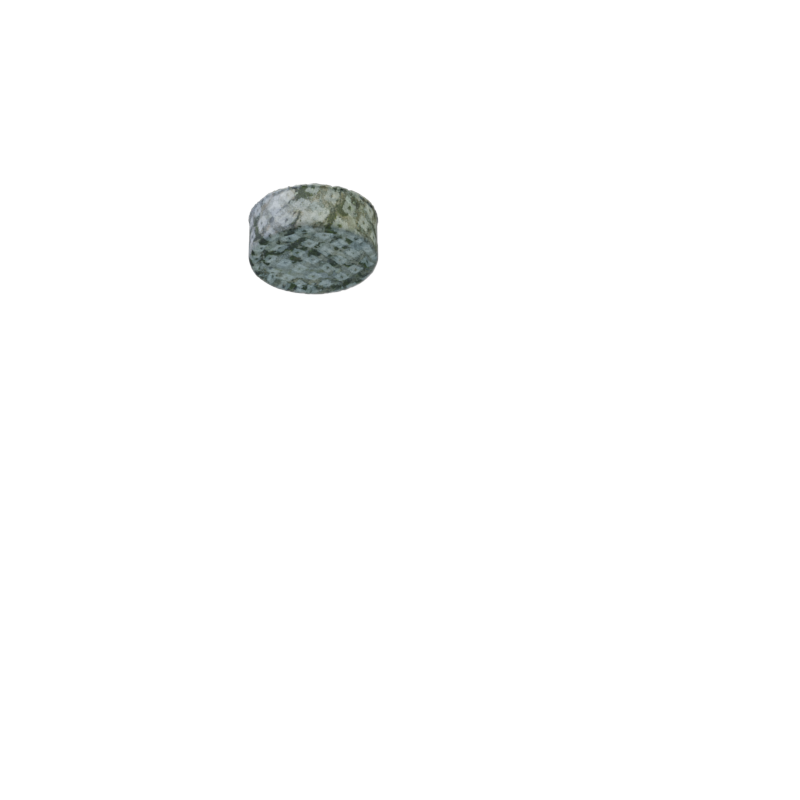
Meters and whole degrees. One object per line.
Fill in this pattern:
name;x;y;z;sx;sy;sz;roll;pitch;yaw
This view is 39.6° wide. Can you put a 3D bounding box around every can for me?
can;-0.057;-0.104;0.725;0.086;0.036;0.081;1;-27;-2
